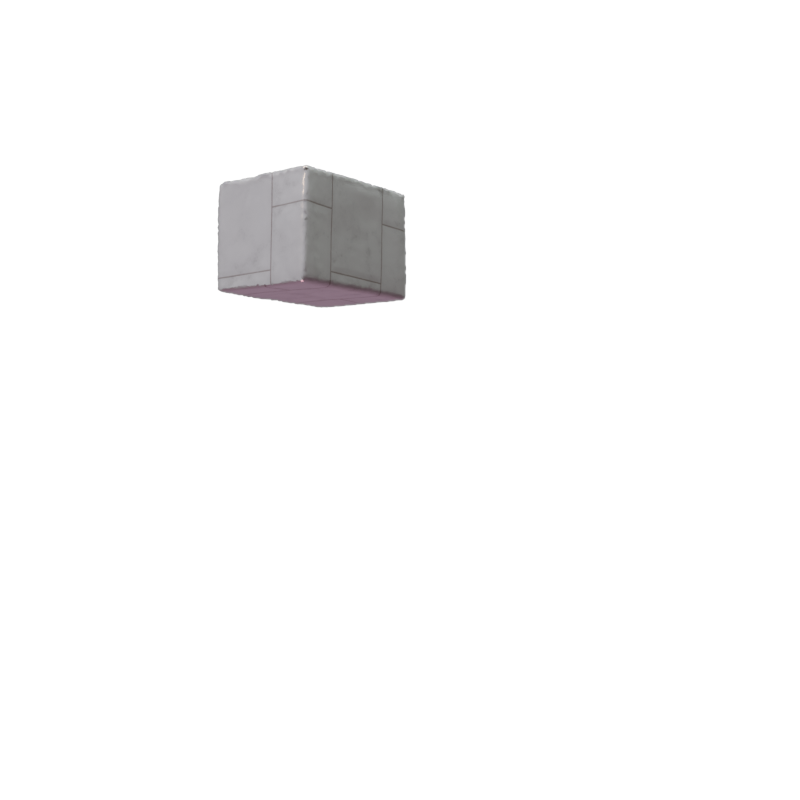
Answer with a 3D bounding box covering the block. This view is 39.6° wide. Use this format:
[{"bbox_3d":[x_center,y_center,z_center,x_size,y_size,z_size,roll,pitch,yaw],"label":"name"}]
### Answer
[{"bbox_3d":[-0.040,-0.073,0.511,0.054,0.052,0.074,-5,-6,36],"label":"block"}]
